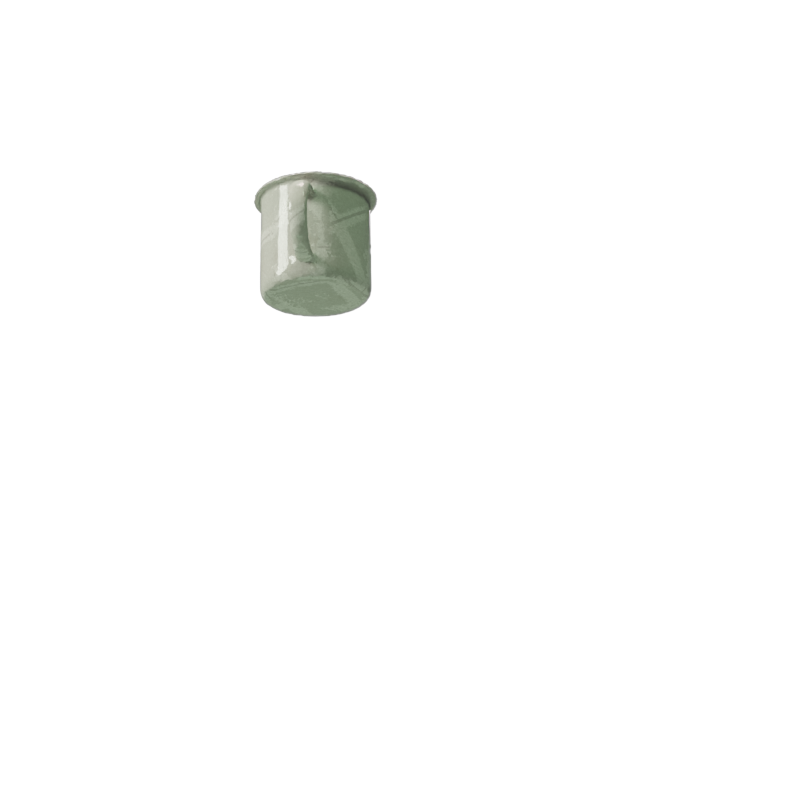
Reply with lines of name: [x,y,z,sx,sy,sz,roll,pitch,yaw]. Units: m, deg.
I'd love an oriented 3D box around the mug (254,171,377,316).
mug: [-0.064,-0.116,0.812,0.094,0.086,0.111,-3,-20,5]
